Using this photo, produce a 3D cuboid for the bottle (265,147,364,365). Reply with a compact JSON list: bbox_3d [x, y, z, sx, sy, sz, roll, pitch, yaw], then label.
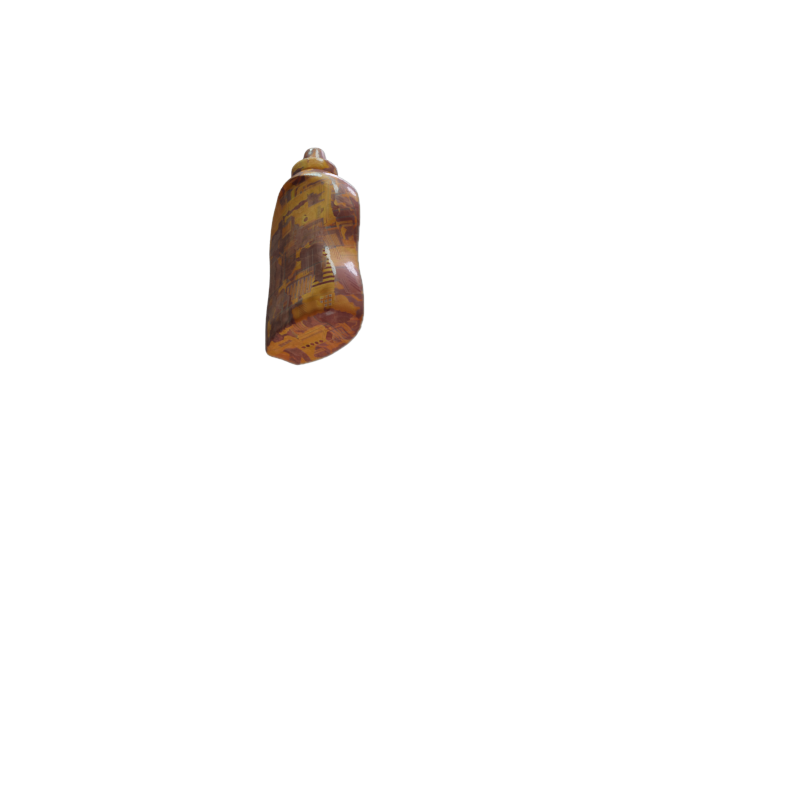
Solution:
[{"bbox_3d":[-0.072,-0.132,0.925,0.055,0.205,0.095,20,-38,-32],"label":"bottle"}]
